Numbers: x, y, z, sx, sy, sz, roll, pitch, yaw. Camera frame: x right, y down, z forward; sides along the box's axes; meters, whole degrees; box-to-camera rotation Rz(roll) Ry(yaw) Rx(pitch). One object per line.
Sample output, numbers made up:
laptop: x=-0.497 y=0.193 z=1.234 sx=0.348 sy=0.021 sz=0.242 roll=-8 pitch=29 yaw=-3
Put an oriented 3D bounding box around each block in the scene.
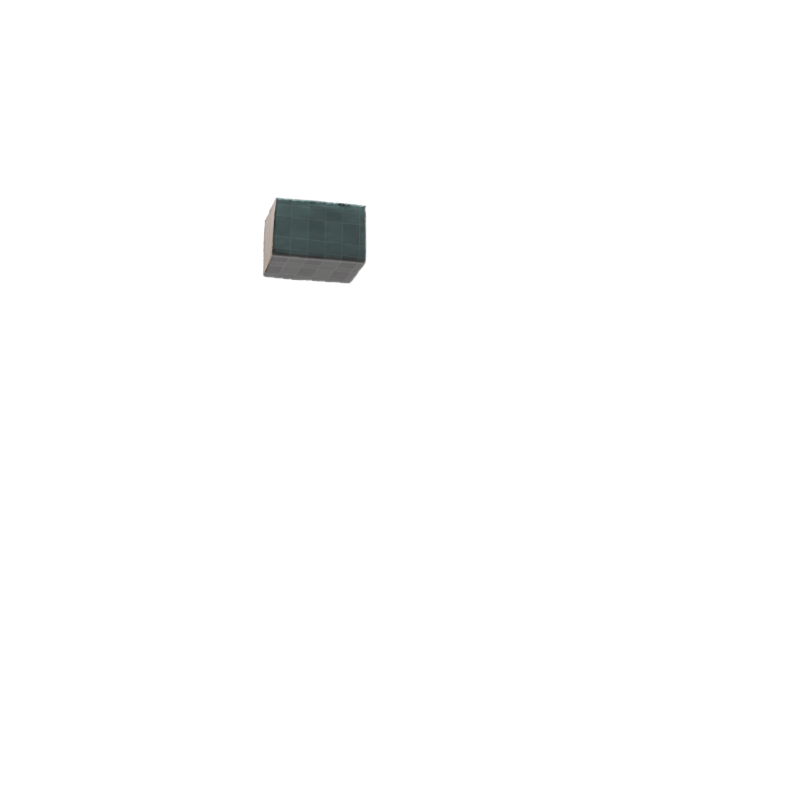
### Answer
block: x=-0.071 y=-0.130 z=0.910 sx=0.076 sy=0.054 sz=0.051 roll=4 pitch=-18 yaw=-14
